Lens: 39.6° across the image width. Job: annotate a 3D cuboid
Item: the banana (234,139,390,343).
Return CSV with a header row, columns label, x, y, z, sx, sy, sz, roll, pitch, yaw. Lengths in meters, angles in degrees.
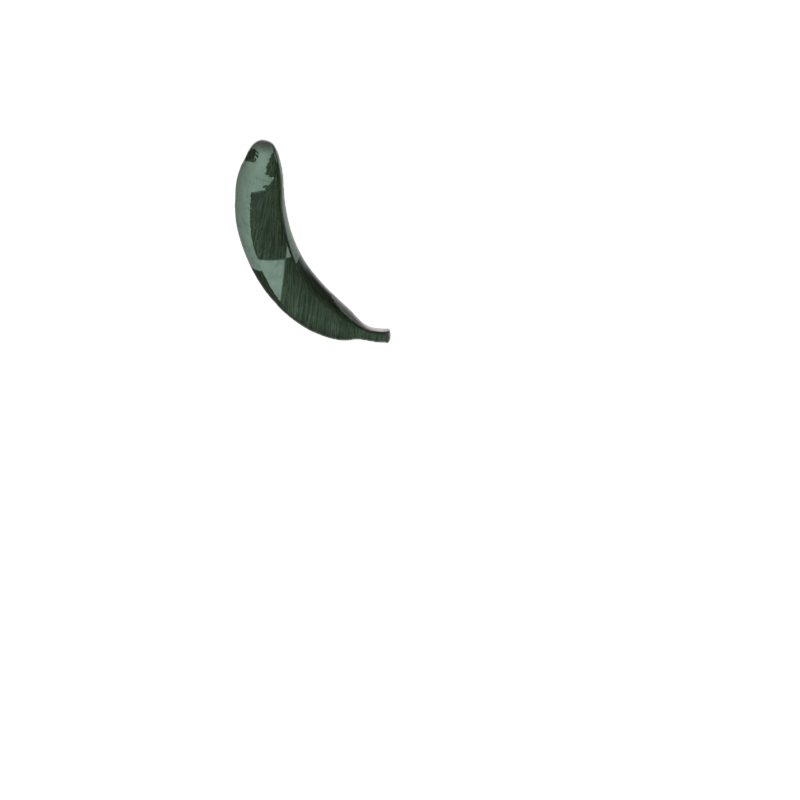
label,x,y,z,sx,sy,sz,roll,pitch,yaw
banana,-0.078,-0.107,0.816,0.070,0.183,0.039,-22,36,17
